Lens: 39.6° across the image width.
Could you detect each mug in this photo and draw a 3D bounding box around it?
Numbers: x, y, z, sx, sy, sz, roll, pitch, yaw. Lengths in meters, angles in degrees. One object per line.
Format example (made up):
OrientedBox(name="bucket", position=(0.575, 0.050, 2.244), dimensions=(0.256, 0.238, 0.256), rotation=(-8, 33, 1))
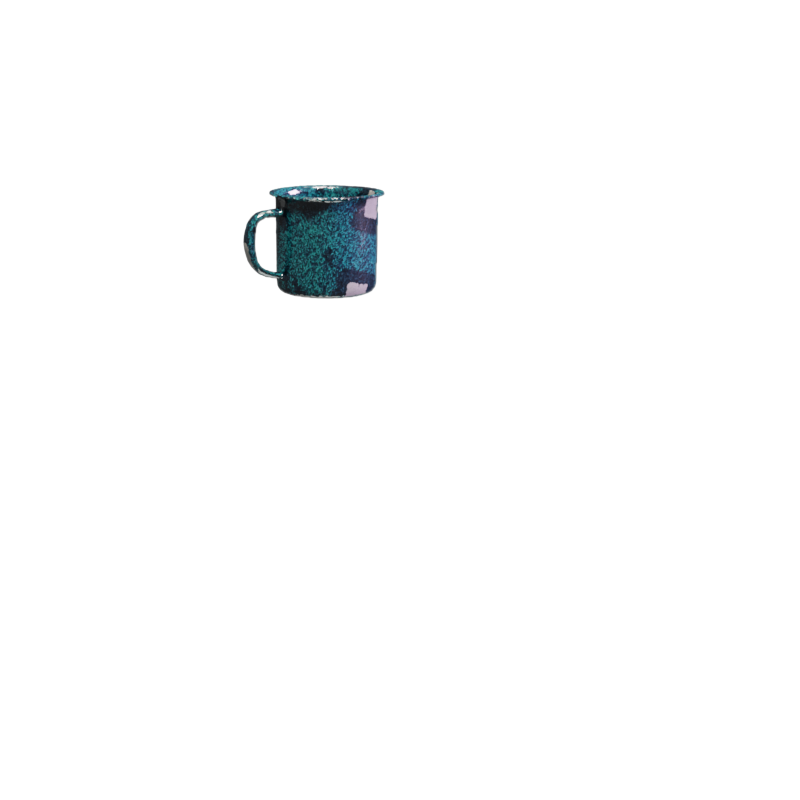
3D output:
OrientedBox(name="mug", position=(-0.070, -0.127, 0.893), dimensions=(0.114, 0.079, 0.098), rotation=(-7, 16, -27))
